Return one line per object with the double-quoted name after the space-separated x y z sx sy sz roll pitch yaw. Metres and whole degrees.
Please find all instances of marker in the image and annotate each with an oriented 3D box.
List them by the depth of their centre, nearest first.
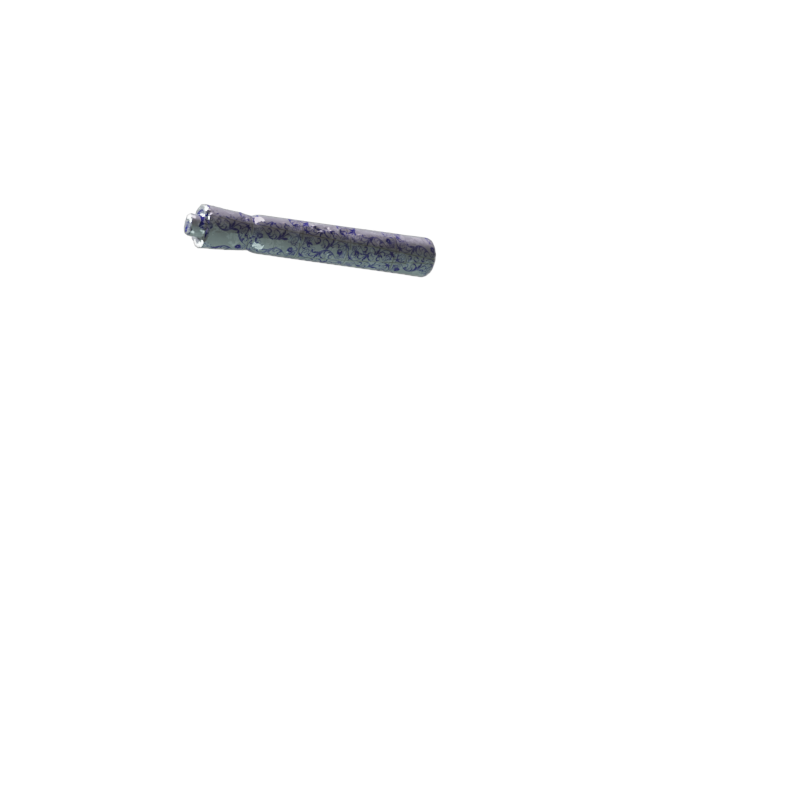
-0.038 -0.070 0.489 0.116 0.020 0.020 4 2 -30 "marker"
